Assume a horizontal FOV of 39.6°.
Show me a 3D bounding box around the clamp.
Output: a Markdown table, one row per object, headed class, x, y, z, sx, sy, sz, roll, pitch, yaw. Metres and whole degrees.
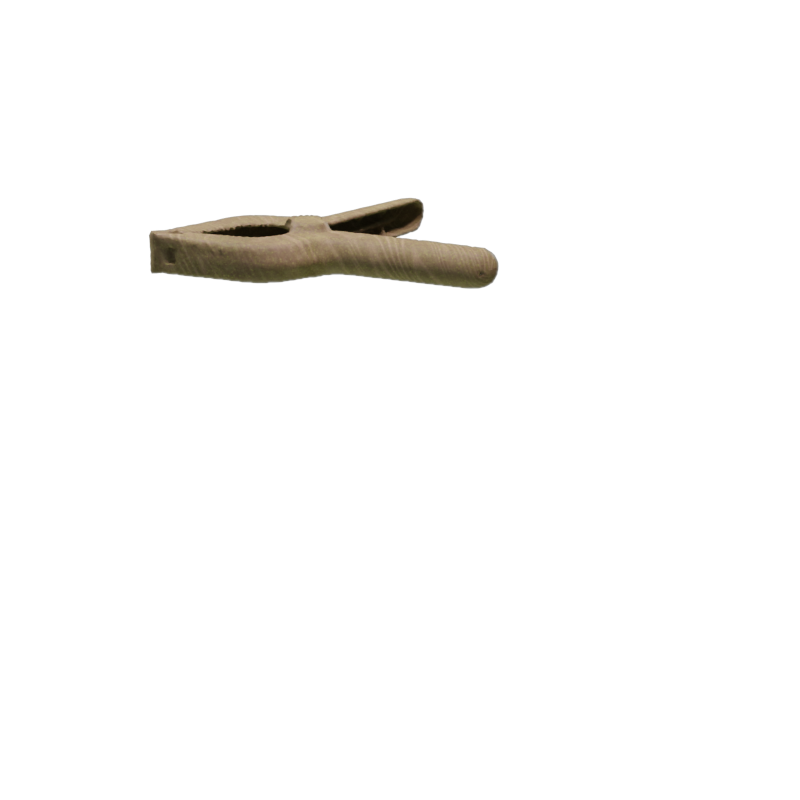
| class | x | y | z | sx | sy | sz | roll | pitch | yaw |
| --- | --- | --- | --- | --- | --- | --- | --- | --- | --- |
| clamp | -0.057 | -0.104 | 0.727 | 0.208 | 0.035 | 0.172 | -2 | 21 | -6 |
